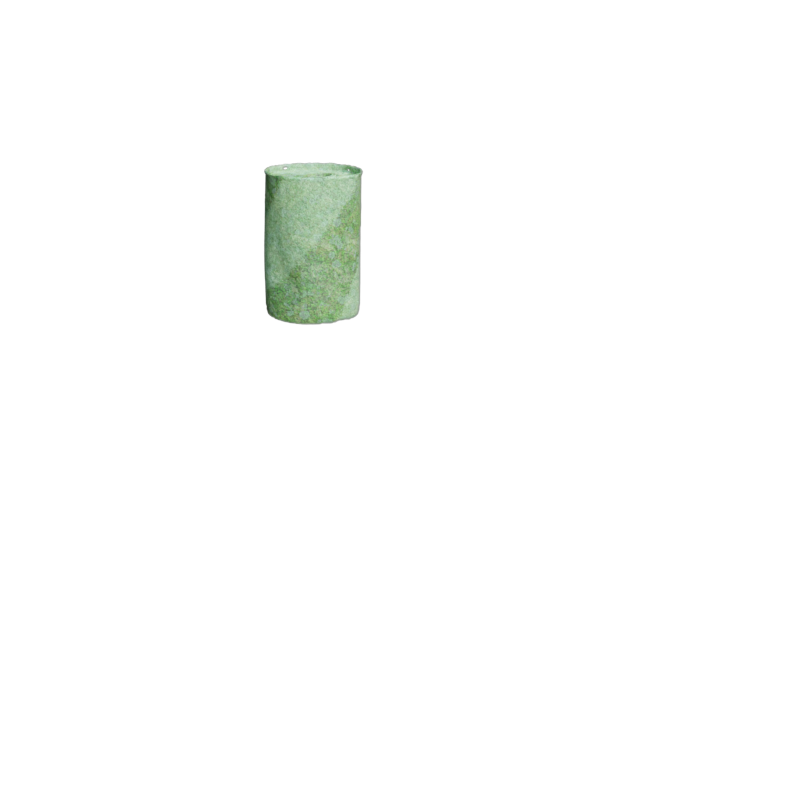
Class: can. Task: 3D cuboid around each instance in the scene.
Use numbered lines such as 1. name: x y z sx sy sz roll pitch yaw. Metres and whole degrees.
1. can: -0.060 -0.110 0.772 0.068 0.099 0.071 0 15 -2
